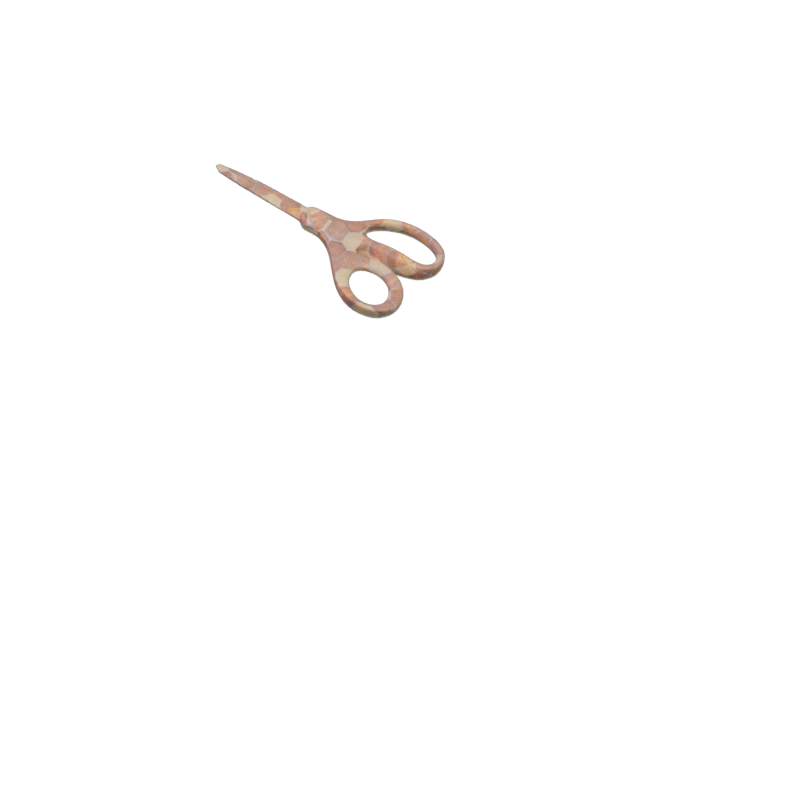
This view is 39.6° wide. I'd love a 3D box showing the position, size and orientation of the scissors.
[{"bbox_3d":[-0.067,-0.123,0.860,0.206,0.101,0.015,17,-32,11],"label":"scissors"}]
